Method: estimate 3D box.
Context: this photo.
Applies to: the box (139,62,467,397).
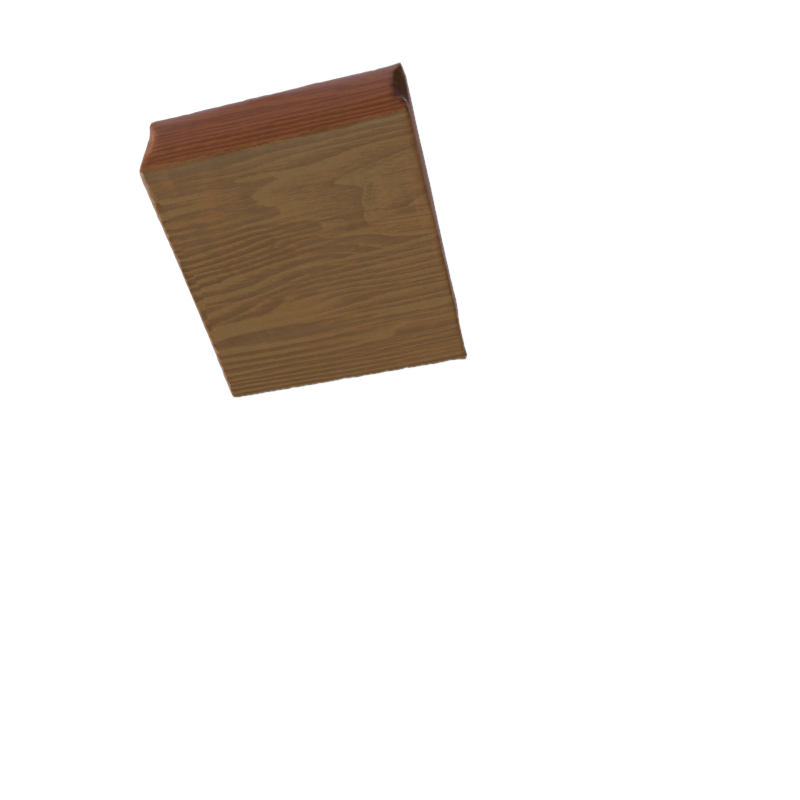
[{"bbox_3d":[-0.025,-0.046,0.320,0.073,0.083,0.032,-11,38,8],"label":"box"}]
